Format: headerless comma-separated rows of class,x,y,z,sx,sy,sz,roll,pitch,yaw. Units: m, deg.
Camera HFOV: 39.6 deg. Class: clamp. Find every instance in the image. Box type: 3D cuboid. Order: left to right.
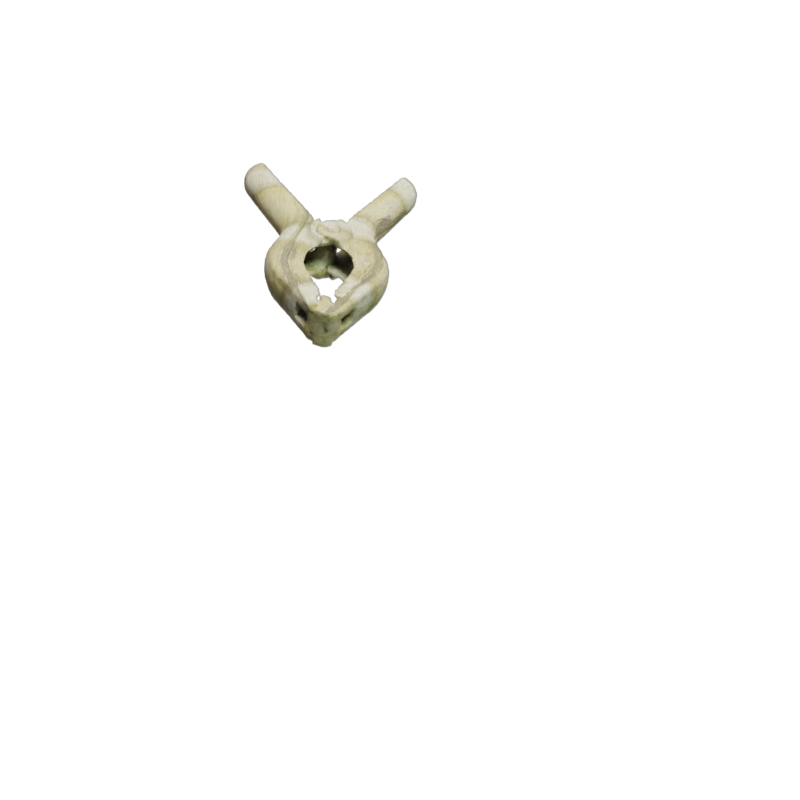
clamp,-0.057,-0.104,0.727,0.121,0.037,0.181,5,39,6
